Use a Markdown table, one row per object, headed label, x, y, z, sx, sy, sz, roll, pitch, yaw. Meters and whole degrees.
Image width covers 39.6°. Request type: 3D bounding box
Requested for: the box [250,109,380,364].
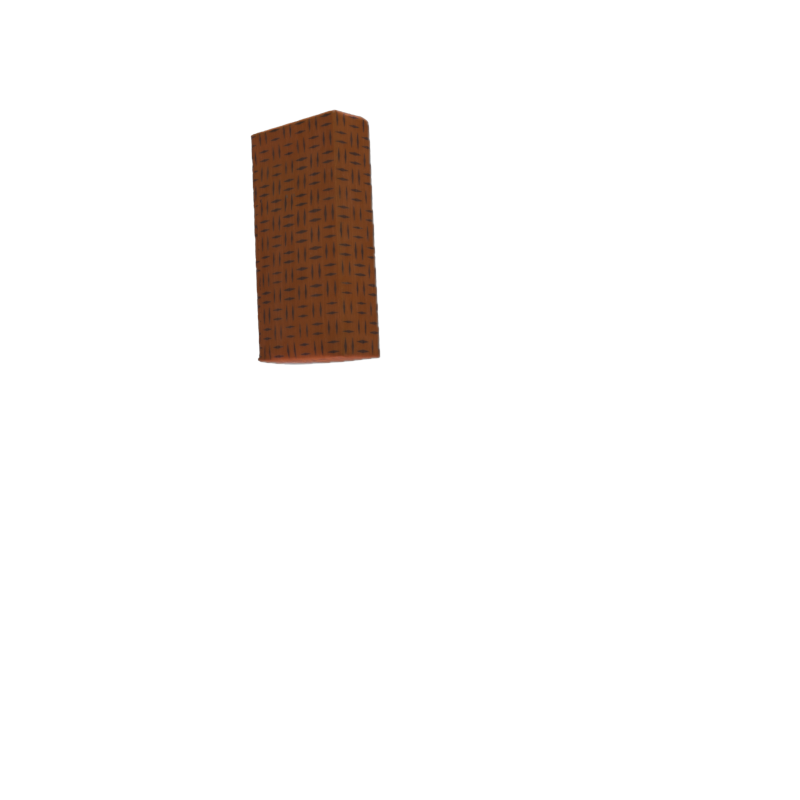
| label | x | y | z | sx | sy | sz | roll | pitch | yaw |
| --- | --- | --- | --- | --- | --- | --- | --- | --- | --- |
| box | -0.063 | -0.116 | 0.814 | 0.096 | 0.180 | 0.046 | -8 | -12 | 42 |
